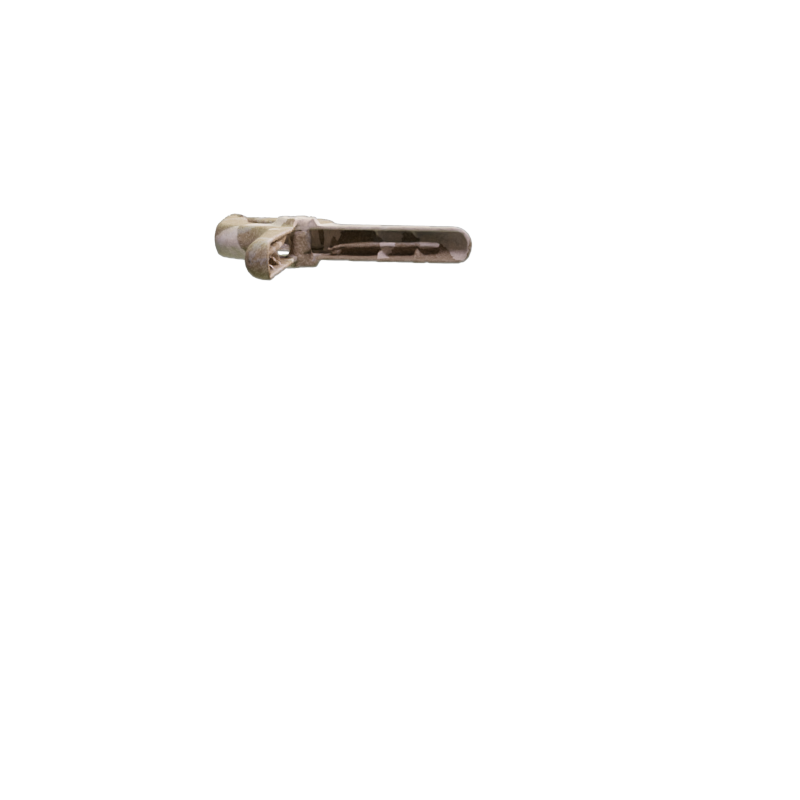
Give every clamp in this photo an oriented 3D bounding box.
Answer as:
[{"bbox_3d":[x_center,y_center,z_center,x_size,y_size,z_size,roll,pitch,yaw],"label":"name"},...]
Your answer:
[{"bbox_3d":[-0.062,-0.113,0.788,0.160,0.036,0.220,-6,14,-25],"label":"clamp"}]
